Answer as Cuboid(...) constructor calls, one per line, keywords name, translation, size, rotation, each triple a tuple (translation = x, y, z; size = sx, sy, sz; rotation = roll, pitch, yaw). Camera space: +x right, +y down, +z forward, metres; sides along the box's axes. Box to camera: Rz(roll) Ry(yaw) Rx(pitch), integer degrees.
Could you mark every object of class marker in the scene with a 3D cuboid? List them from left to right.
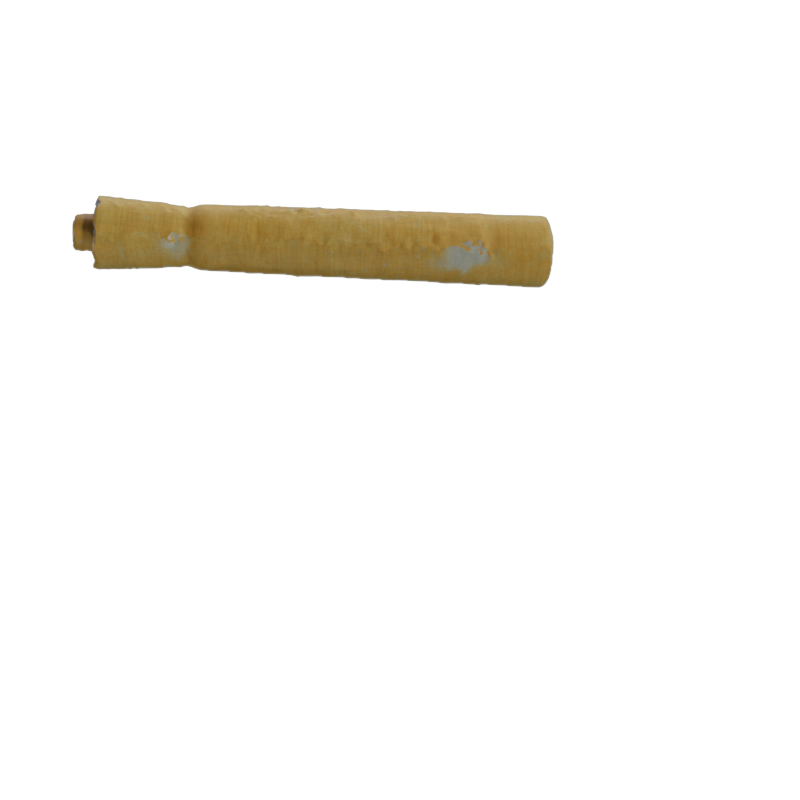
Cuboid(name="marker", translation=(-0.022, -0.041, 0.284), size=(0.120, 0.020, 0.020), rotation=(2, 4, -5))
